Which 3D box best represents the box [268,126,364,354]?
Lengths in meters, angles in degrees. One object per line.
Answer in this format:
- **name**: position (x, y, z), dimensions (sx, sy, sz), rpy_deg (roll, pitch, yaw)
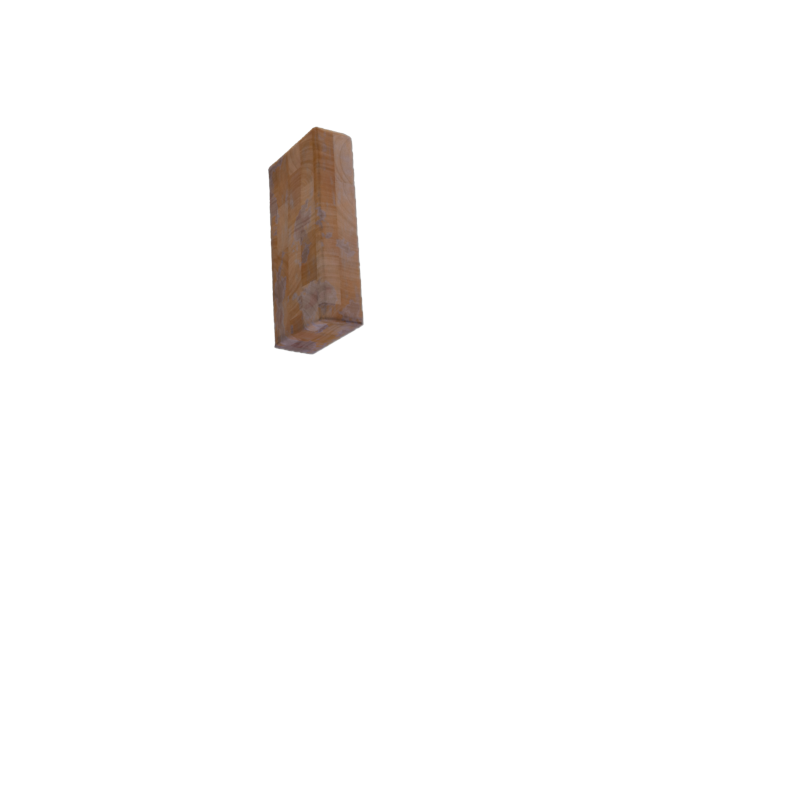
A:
- **box**: position (-0.075, -0.137, 0.960), dimensions (0.046, 0.185, 0.093), rpy_deg (12, -24, -30)
